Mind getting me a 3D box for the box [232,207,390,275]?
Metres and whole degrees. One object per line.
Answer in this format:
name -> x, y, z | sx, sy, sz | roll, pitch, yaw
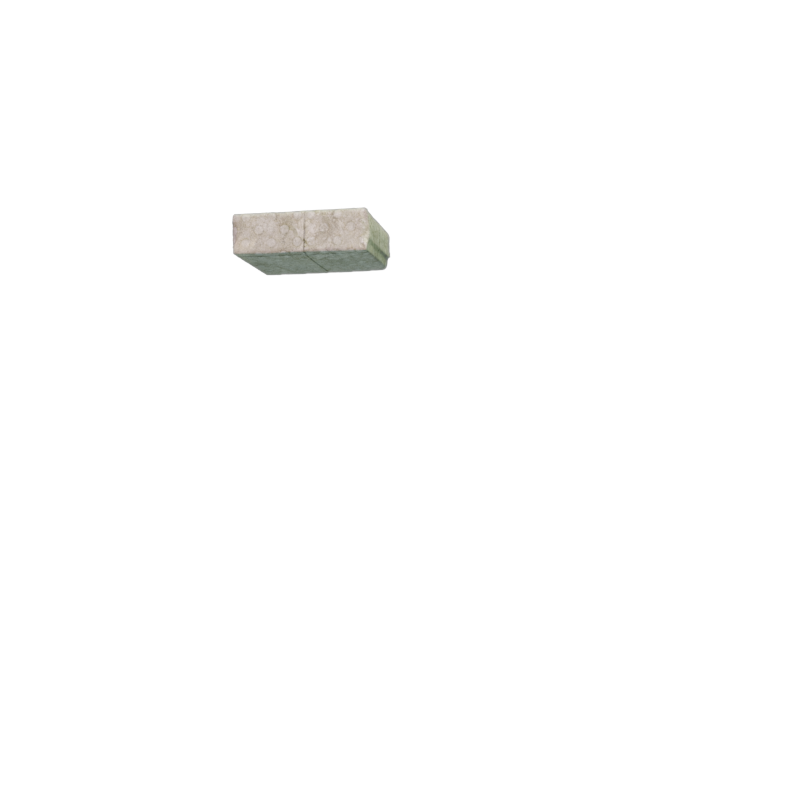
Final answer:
box -> -0.057, -0.104, 0.725 | 0.091, 0.031, 0.070 | -1, -5, 13
